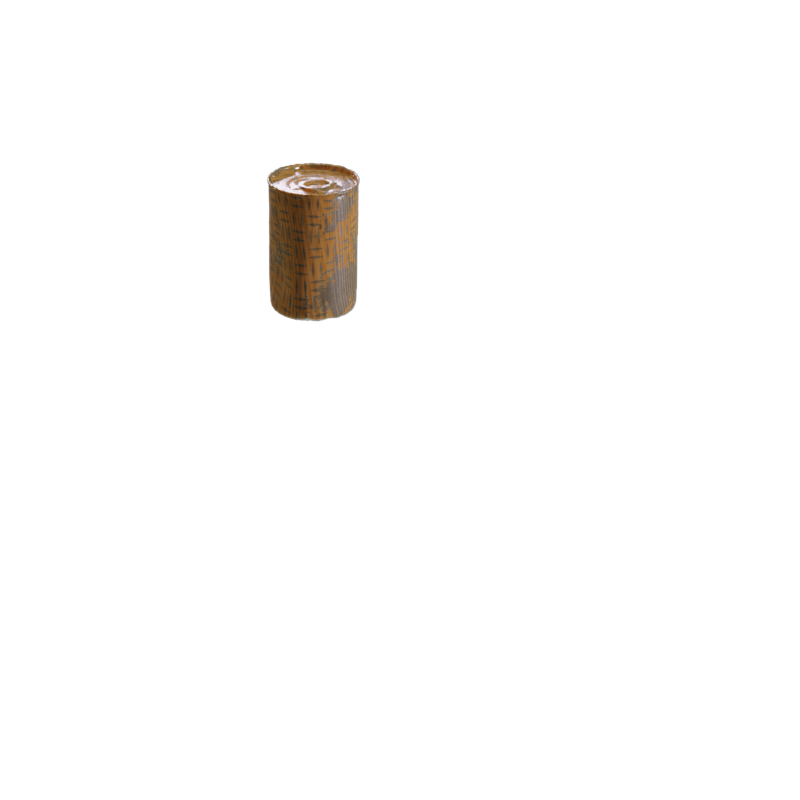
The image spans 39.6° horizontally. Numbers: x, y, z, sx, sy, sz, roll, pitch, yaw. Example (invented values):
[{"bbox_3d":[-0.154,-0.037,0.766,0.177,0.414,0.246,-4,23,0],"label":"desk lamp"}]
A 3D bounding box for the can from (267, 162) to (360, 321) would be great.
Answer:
[{"bbox_3d":[-0.065,-0.118,0.829,0.068,0.097,0.072,0,26,-2],"label":"can"}]
